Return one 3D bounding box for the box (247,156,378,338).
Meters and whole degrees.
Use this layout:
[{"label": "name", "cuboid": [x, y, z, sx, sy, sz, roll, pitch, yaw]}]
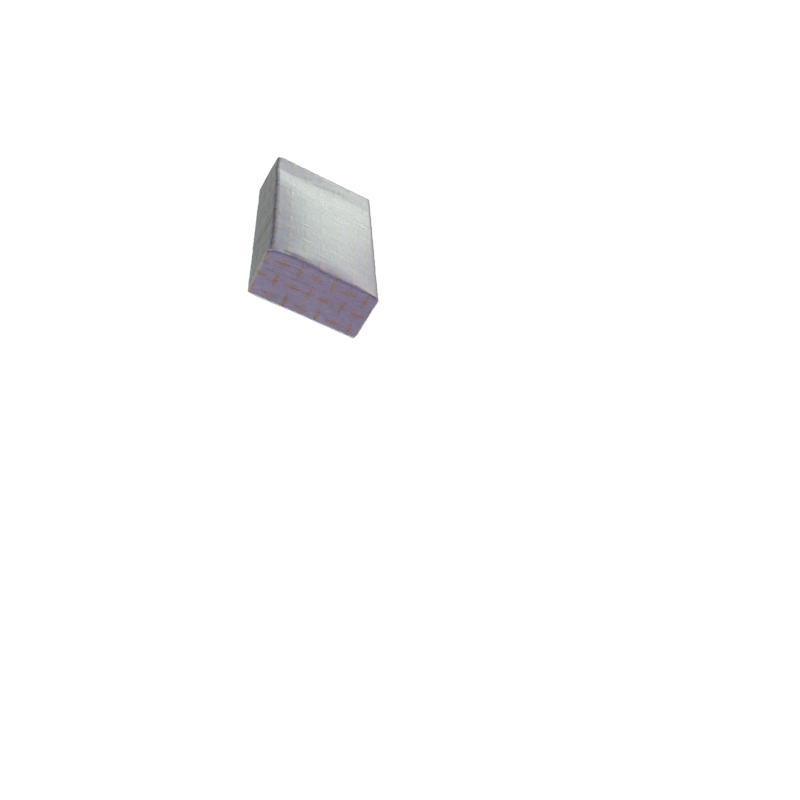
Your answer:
[{"label": "box", "cuboid": [-0.070, -0.127, 0.892, 0.091, 0.047, 0.187, 23, 27, -16]}]
